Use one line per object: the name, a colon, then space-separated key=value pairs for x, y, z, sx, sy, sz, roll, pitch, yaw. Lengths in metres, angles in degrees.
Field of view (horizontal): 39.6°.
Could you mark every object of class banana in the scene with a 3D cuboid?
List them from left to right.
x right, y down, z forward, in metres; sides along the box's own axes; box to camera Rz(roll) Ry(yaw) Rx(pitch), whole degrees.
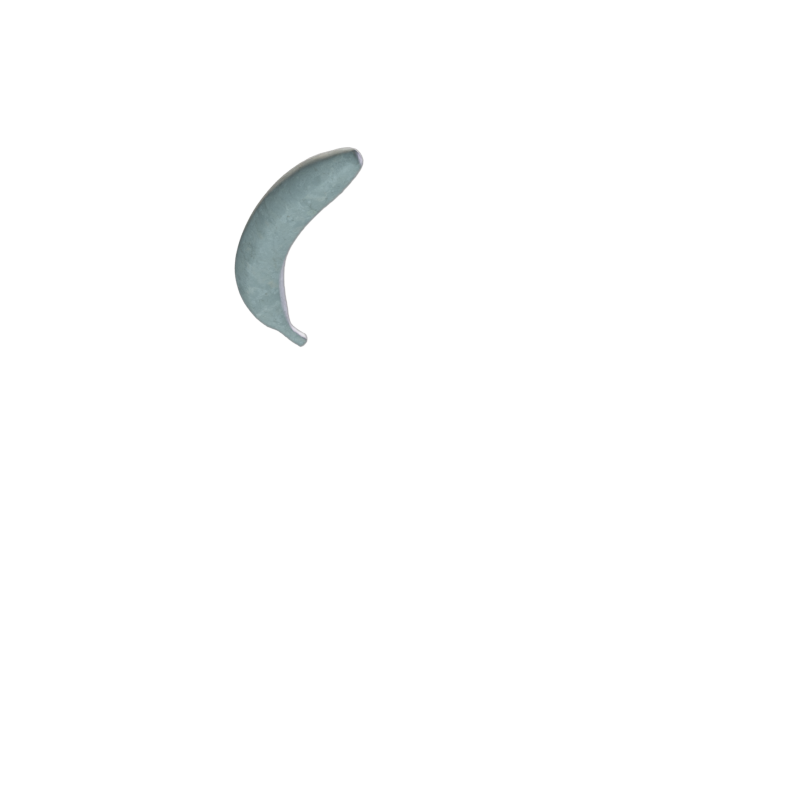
banana: x=-0.082 y=-0.116 z=0.811 sx=0.068 sy=0.039 sz=0.187 roll=10 pitch=-41 yaw=-12
